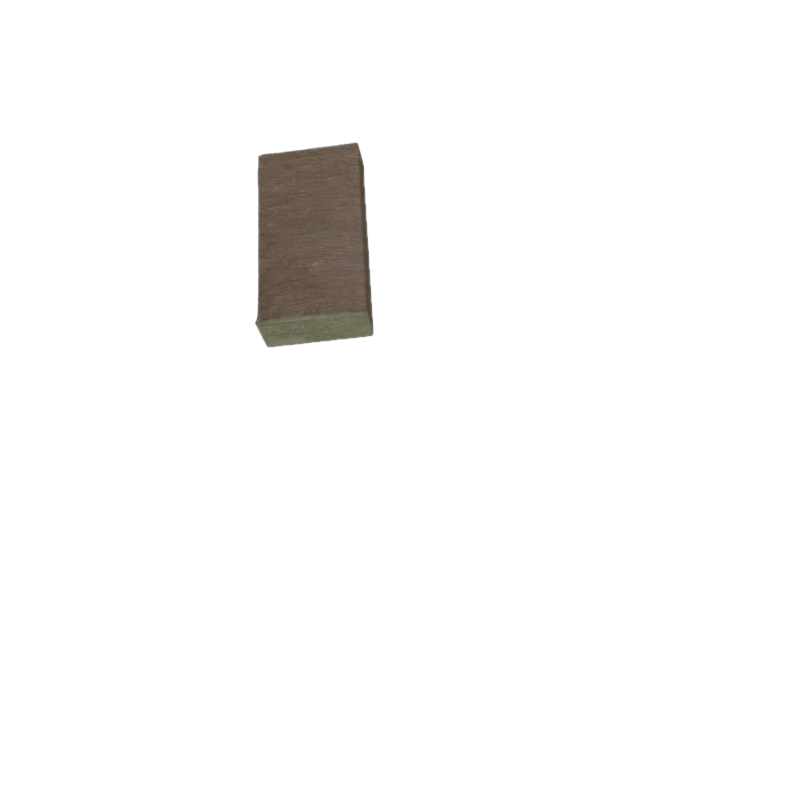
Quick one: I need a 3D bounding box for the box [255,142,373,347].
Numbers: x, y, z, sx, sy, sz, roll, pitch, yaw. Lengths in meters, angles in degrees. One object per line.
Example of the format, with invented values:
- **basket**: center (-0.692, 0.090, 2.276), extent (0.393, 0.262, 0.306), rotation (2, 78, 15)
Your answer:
- **box**: center (-0.074, -0.135, 0.943), extent (0.094, 0.189, 0.044), rotation (-7, -34, 6)
